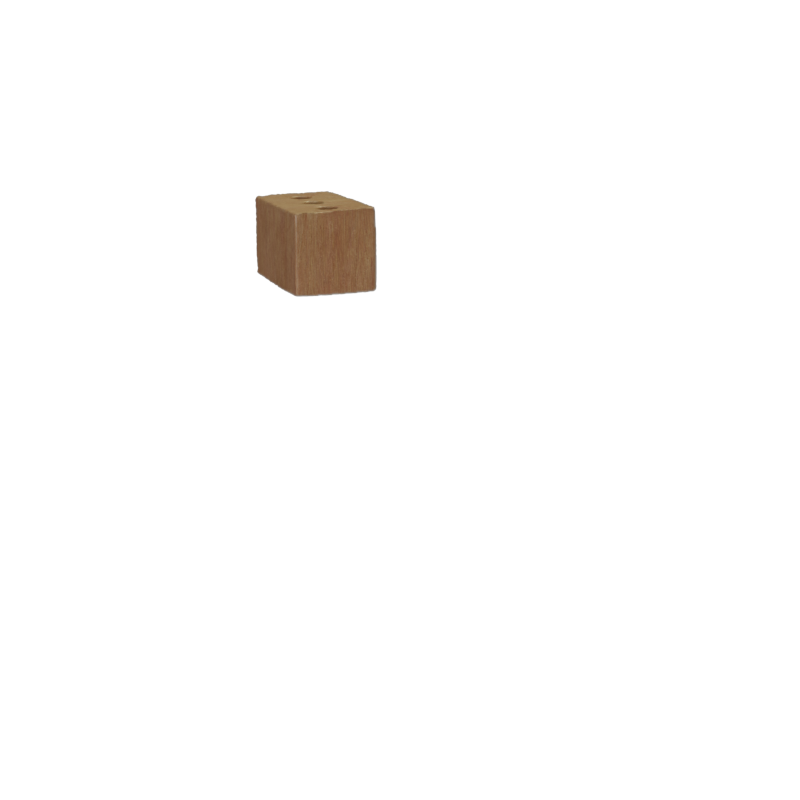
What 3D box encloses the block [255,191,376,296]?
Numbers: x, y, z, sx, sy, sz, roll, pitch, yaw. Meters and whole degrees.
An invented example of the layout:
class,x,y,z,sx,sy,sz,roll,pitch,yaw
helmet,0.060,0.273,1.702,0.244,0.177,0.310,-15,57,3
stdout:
class,x,y,z,sx,sy,sz,roll,pitch,yaw
block,-0.054,-0.098,0.685,0.051,0.050,0.082,-6,17,-24
